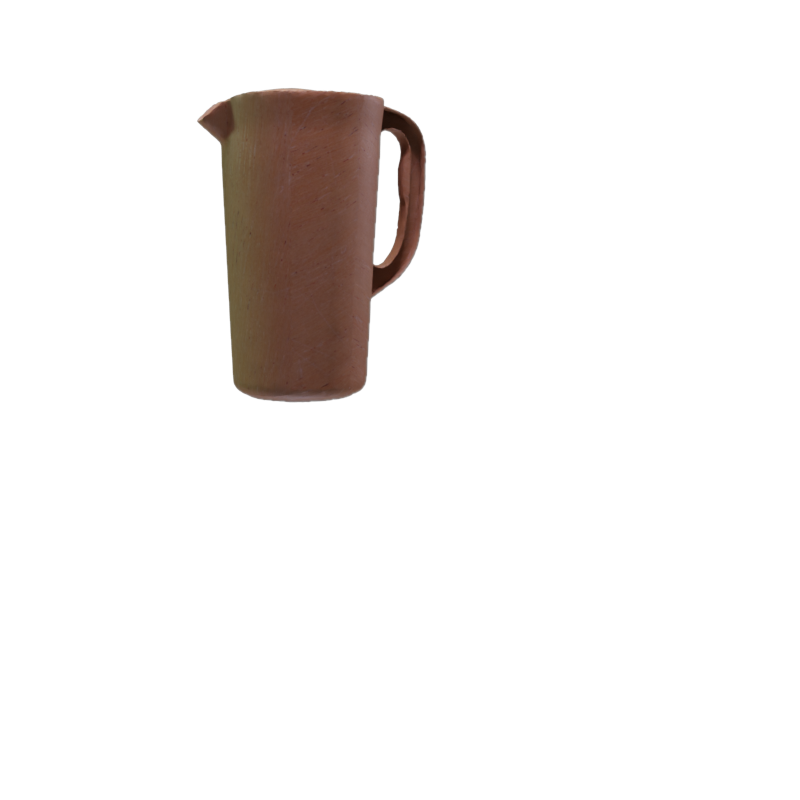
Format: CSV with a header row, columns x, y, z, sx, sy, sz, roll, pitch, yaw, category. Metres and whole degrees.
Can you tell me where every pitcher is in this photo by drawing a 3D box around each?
x,y,z,sx,sy,sz,roll,pitch,yaw,category
-0.070,-0.127,0.892,0.154,0.241,0.142,2,5,23,pitcher
